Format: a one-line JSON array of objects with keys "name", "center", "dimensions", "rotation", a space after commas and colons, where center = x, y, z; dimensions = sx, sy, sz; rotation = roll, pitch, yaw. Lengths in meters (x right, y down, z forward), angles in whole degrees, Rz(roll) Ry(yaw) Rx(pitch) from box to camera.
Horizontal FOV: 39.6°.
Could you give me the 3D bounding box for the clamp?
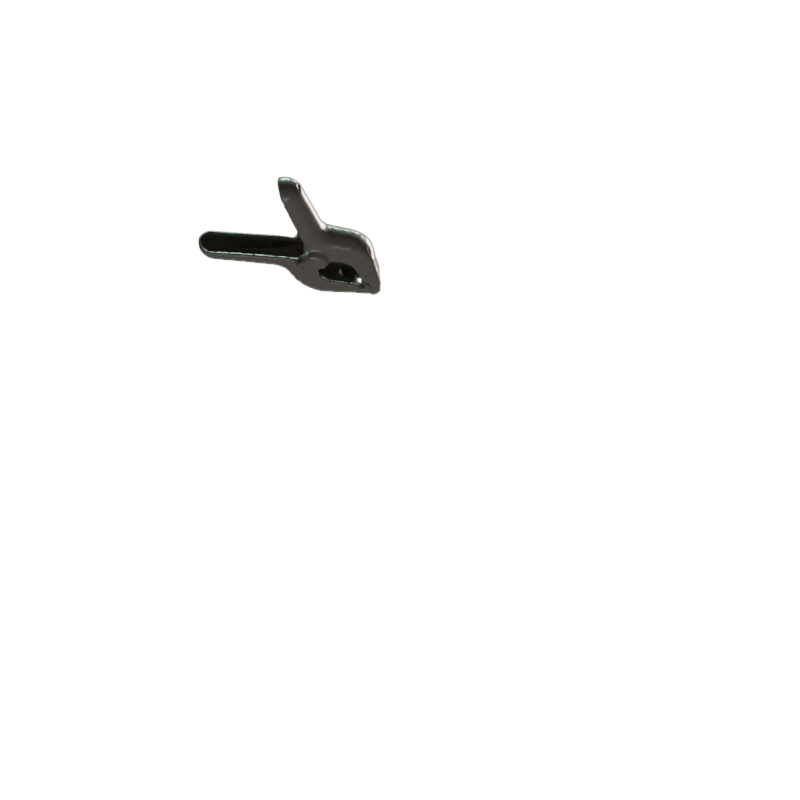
[{"name": "clamp", "center": [-0.076, -0.138, 0.966], "dimensions": [0.163, 0.041, 0.119], "rotation": [14, -27, -32]}]
